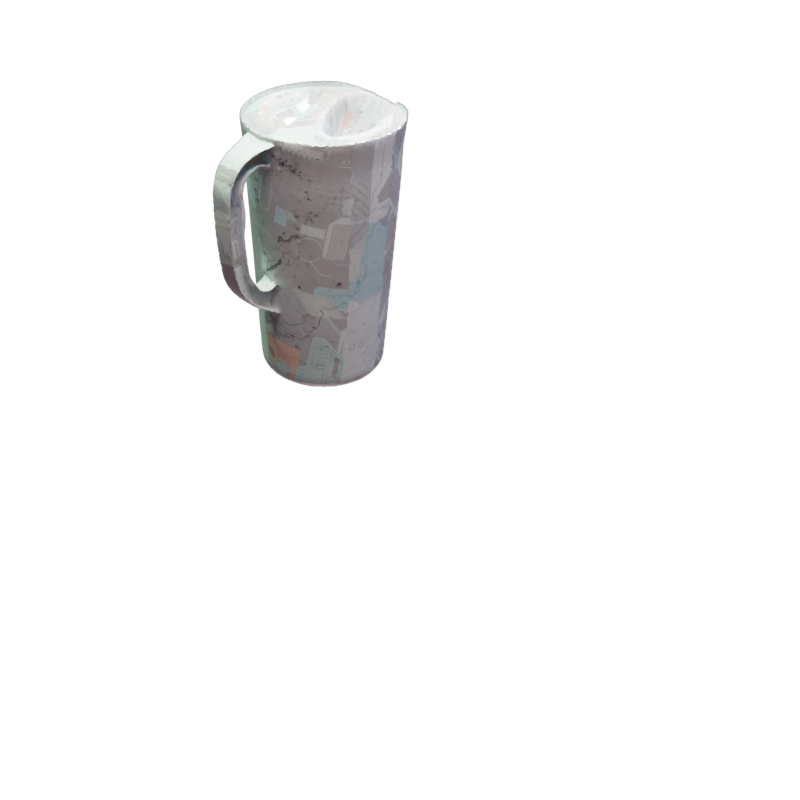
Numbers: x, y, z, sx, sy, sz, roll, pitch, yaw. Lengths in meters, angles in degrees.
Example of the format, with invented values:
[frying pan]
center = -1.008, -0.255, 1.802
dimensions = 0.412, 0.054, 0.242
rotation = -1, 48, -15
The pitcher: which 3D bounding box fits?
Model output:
[pitcher]
center = -0.072, -0.132, 0.924
dimensions = 0.149, 0.228, 0.154
rotation = 1, 32, -1
